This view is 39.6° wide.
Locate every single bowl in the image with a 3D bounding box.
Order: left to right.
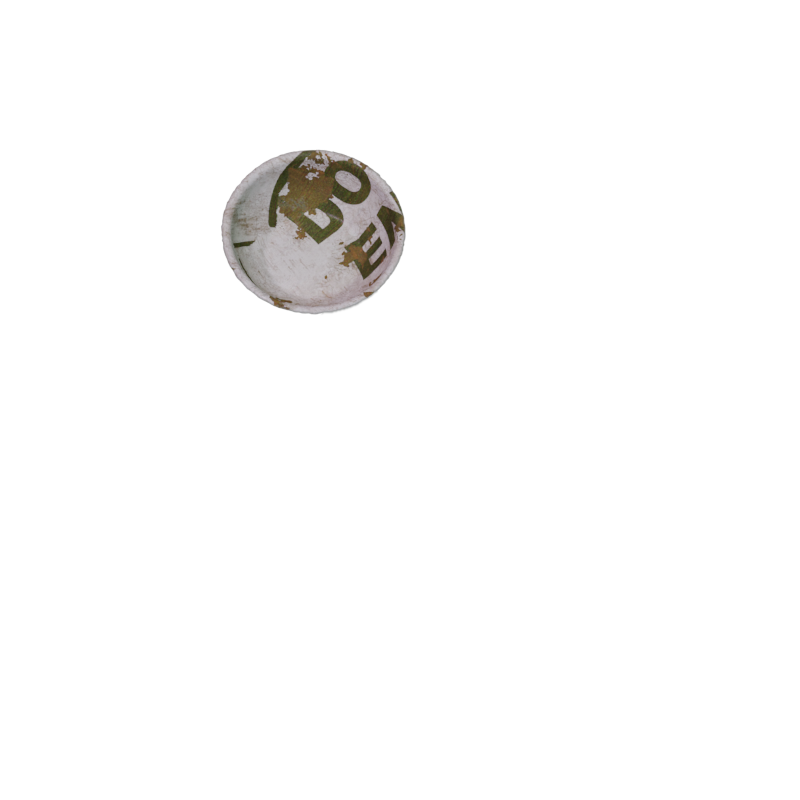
[{"bbox_3d":[-0.078,-0.142,0.992,0.162,0.171,0.052,-1,-25,-1],"label":"bowl"}]
